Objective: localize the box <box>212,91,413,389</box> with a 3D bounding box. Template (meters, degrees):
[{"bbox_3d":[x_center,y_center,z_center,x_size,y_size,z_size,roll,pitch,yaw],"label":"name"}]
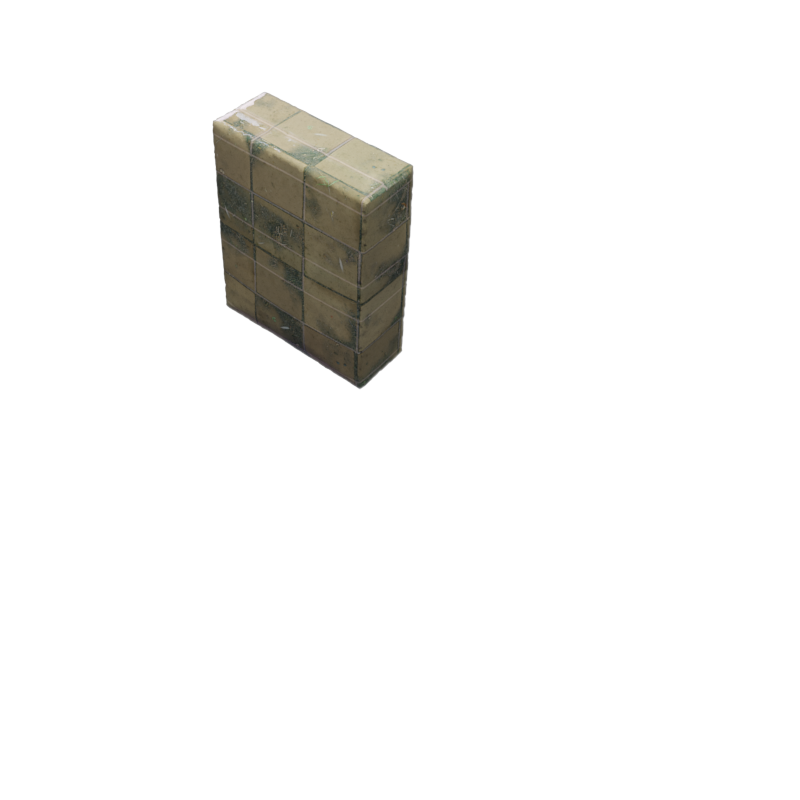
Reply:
[{"bbox_3d":[-0.074,-0.135,0.947,0.174,0.199,0.073,32,51,26],"label":"box"}]
